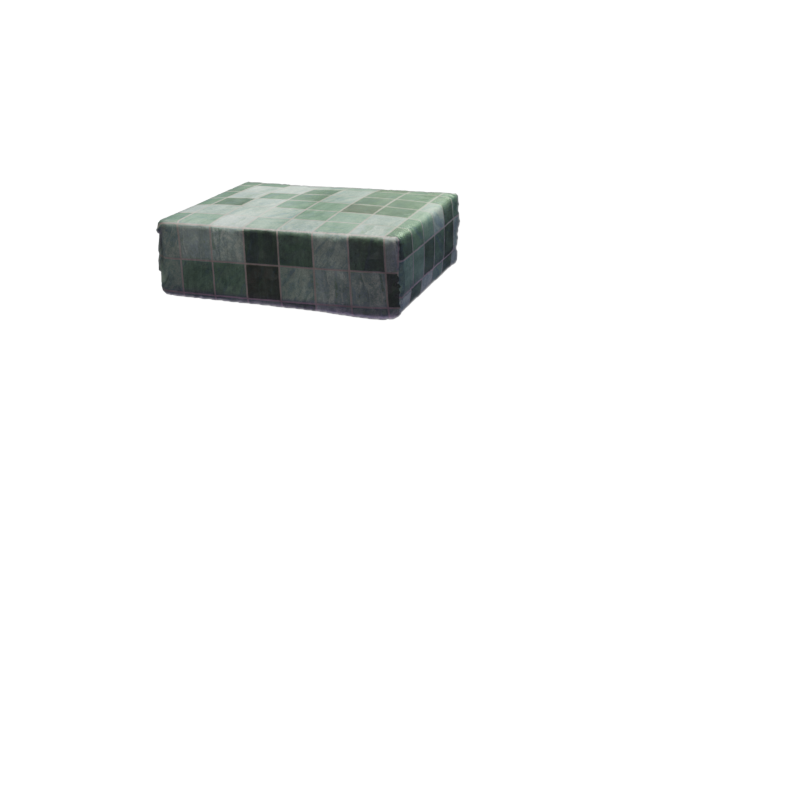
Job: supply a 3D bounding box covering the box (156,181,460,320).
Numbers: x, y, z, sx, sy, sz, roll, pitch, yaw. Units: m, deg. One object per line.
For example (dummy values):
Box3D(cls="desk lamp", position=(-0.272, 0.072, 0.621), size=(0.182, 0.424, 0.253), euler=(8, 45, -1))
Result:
Box3D(cls="box", position=(-0.039, -0.071, 0.500), size=(0.117, 0.037, 0.091), euler=(8, 24, 19))
